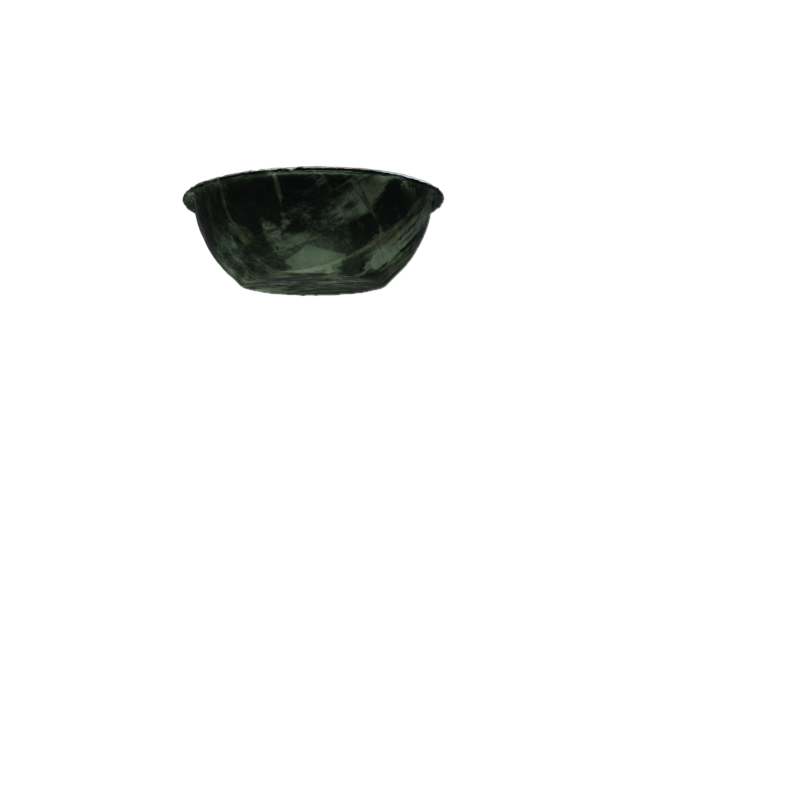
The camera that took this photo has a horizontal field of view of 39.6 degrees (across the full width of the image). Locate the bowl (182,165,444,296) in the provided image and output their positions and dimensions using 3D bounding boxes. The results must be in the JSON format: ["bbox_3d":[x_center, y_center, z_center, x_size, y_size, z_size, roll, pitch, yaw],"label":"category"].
[{"bbox_3d":[-0.053,-0.097,0.682,0.162,0.056,0.160,0,-4,-2],"label":"bowl"}]
